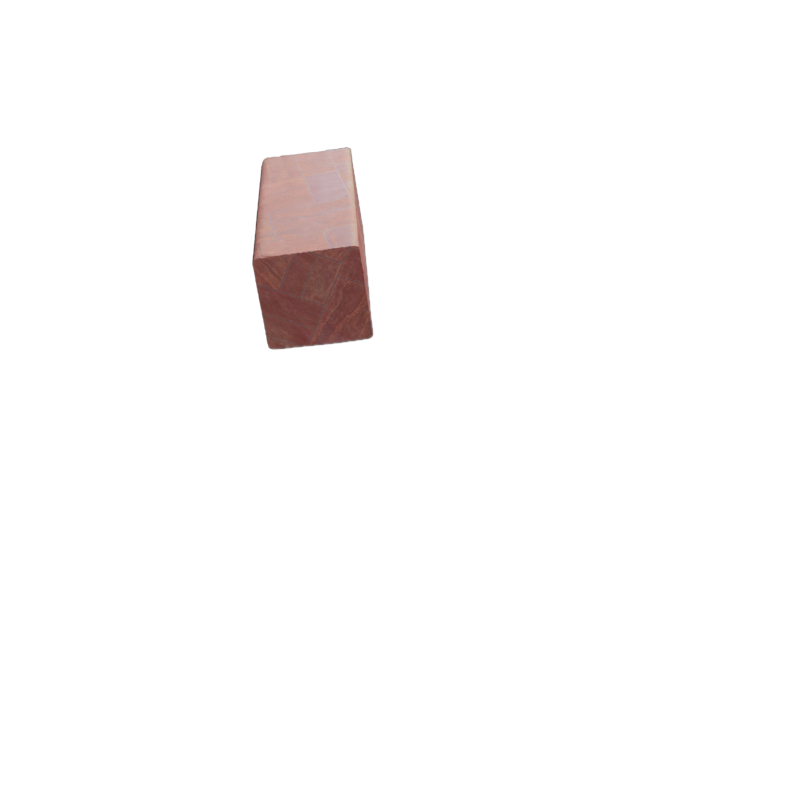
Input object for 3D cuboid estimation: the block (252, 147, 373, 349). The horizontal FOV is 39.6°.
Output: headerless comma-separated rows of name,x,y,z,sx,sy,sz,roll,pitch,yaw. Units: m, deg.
block,-0.078,-0.141,0.992,0.090,0.085,0.220,-8,33,1
